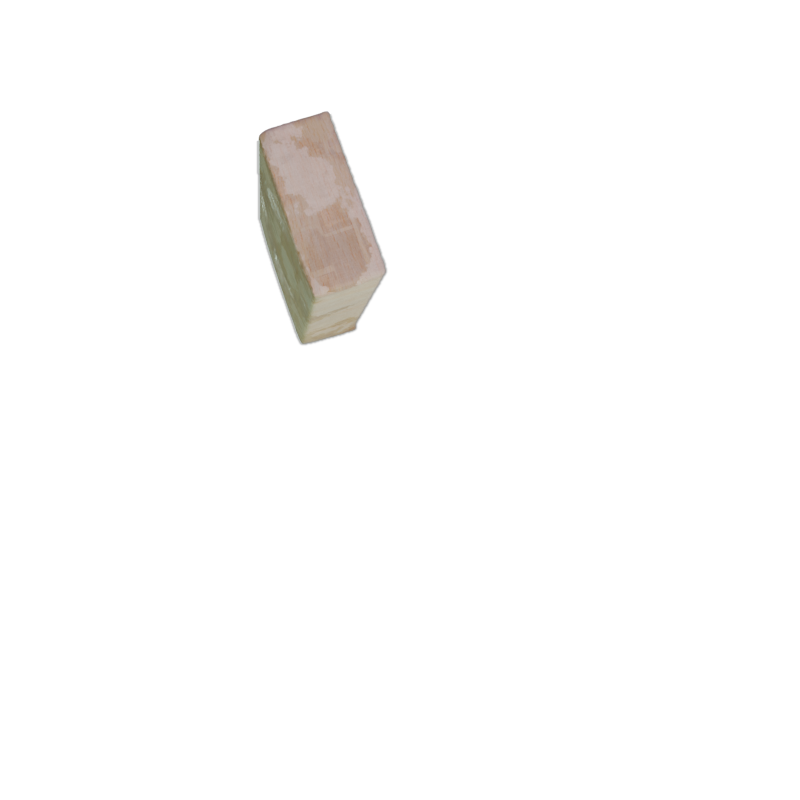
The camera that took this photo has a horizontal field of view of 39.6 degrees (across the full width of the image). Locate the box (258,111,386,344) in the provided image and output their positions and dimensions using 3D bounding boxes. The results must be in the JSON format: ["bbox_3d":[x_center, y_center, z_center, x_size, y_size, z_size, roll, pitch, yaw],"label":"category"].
[{"bbox_3d":[-0.050,-0.091,0.638,0.048,0.096,0.173,-19,-5,-6],"label":"box"}]
